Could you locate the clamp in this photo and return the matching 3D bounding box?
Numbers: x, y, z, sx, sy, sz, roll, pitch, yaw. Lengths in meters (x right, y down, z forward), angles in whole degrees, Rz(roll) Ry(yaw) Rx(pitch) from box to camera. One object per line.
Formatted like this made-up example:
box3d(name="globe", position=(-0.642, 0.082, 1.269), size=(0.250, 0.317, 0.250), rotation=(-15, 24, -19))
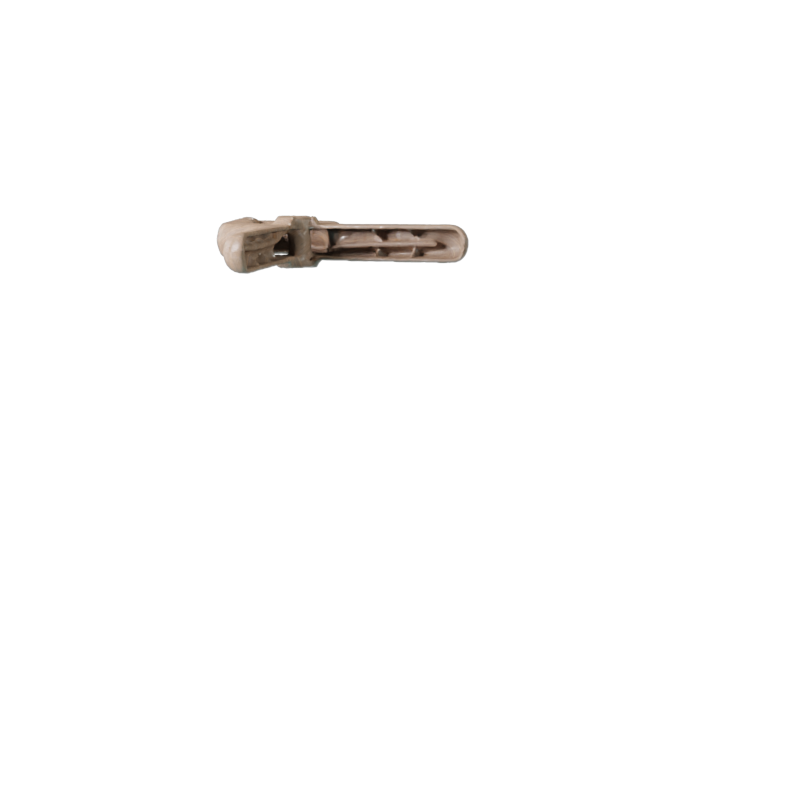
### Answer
box3d(name="clamp", position=(-0.061, -0.111, 0.775), size=(0.161, 0.036, 0.218), rotation=(-4, 11, -19))
